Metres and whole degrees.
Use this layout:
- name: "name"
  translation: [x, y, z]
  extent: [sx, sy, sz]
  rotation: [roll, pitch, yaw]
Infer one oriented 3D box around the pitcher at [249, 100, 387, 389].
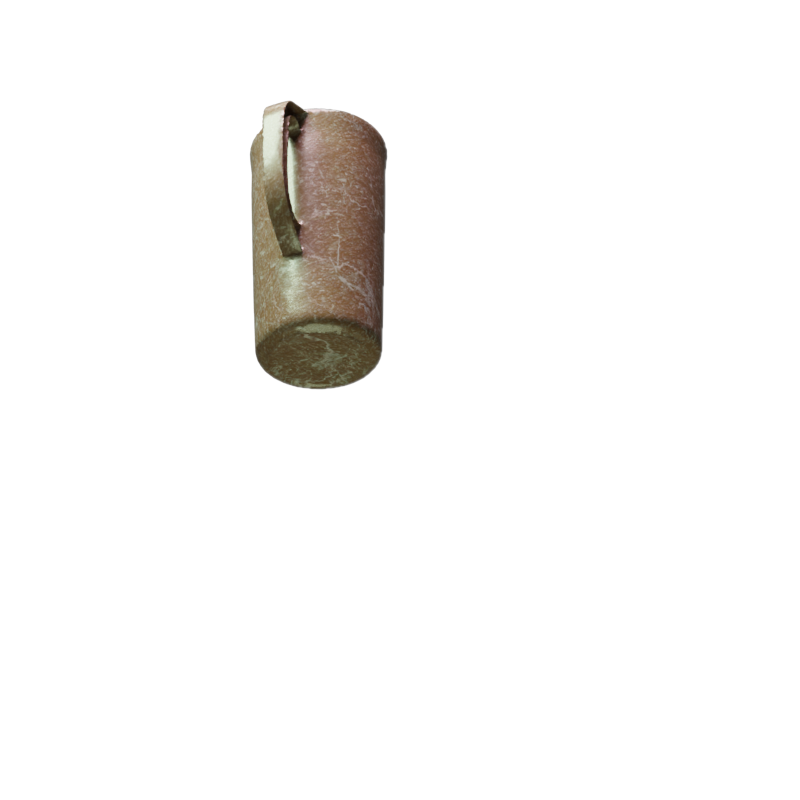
- name: "pitcher"
  translation: [-0.078, -0.143, 0.999]
  extent: [0.144, 0.260, 0.140]
  rotation: [14, -39, -22]
